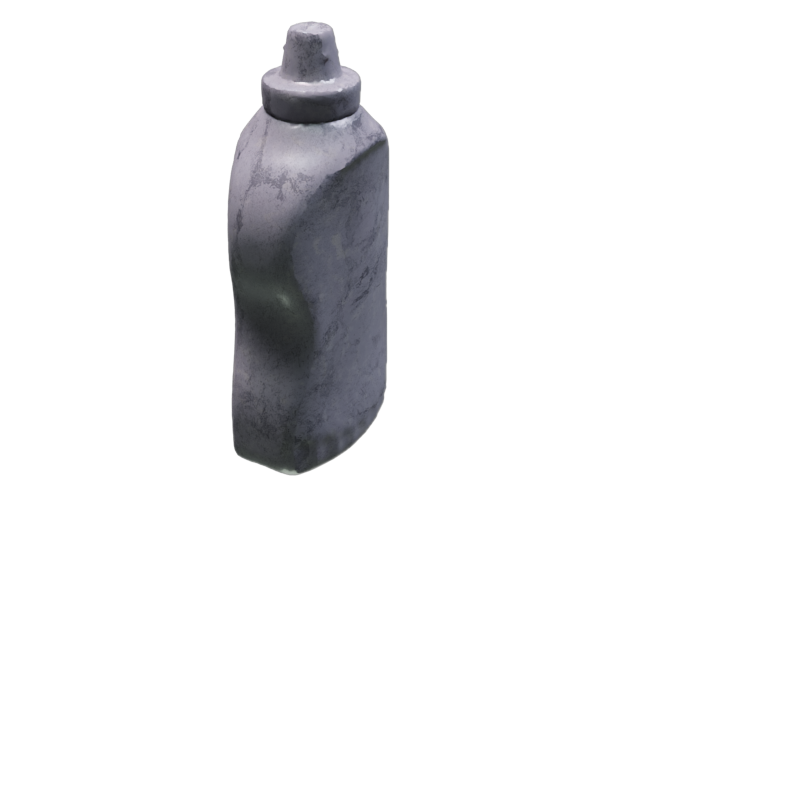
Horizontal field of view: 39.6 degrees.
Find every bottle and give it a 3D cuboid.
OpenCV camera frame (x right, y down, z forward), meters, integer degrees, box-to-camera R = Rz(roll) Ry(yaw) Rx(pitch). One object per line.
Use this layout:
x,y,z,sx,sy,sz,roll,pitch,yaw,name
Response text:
-0.038,-0.069,0.485,0.061,0.181,0.097,16,33,24,bottle
